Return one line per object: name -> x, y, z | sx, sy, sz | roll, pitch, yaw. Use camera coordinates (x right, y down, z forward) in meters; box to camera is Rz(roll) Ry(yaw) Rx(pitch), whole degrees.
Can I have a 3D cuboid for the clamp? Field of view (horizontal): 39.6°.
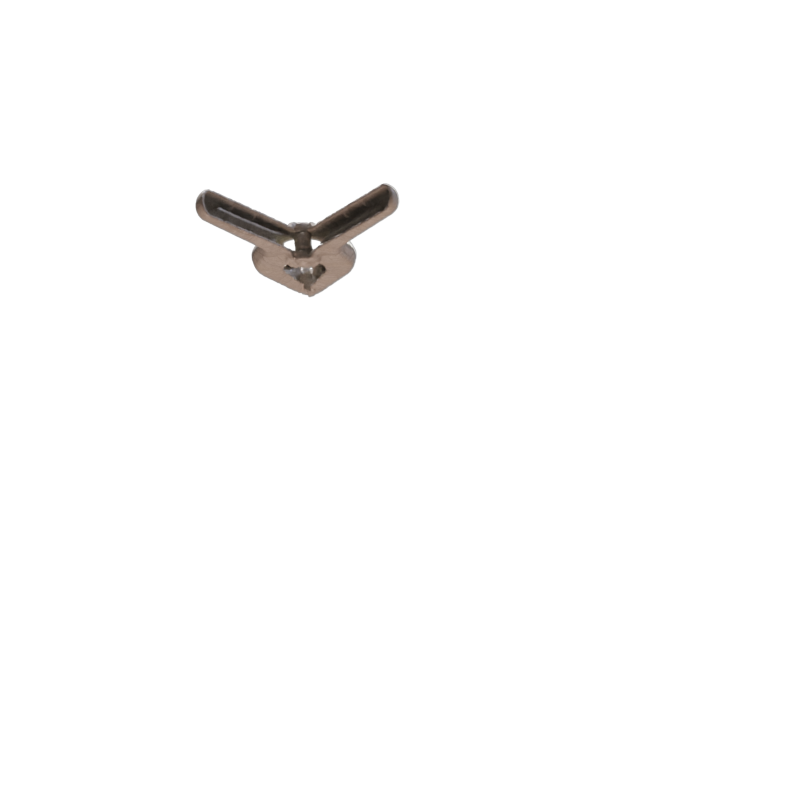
clamp -> -0.076, -0.139, 0.977 | 0.166, 0.038, 0.199 | -2, -16, 6
